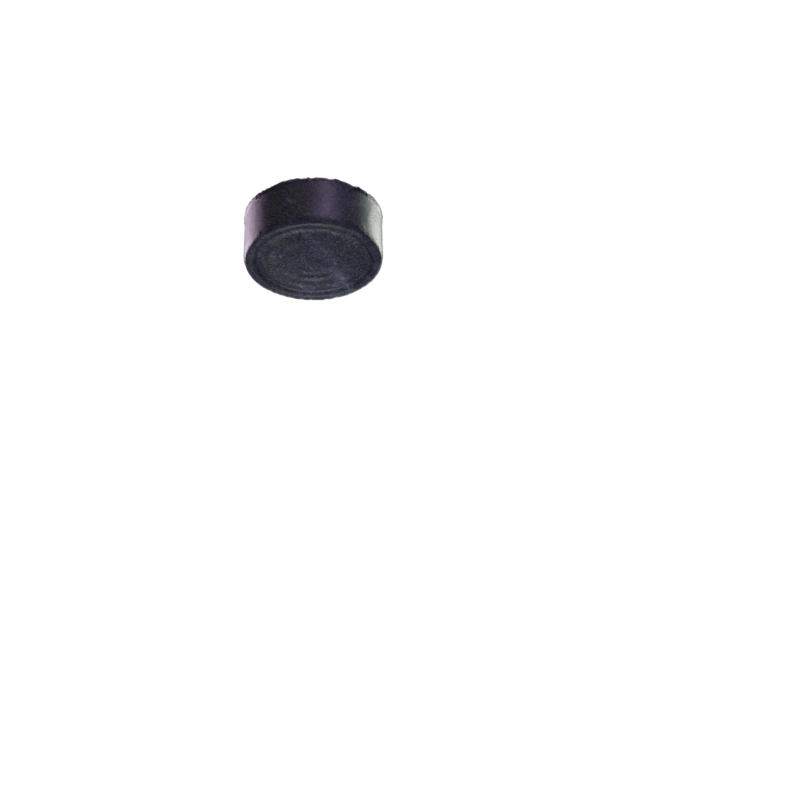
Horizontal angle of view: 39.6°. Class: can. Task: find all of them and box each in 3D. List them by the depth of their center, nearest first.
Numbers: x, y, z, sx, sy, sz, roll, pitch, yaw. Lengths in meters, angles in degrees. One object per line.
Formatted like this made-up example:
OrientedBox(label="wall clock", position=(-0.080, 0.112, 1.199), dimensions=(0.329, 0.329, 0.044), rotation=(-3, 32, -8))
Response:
OrientedBox(label="can", position=(-0.053, -0.096, 0.675), dimensions=(0.086, 0.036, 0.081), rotation=(1, -30, -2))
